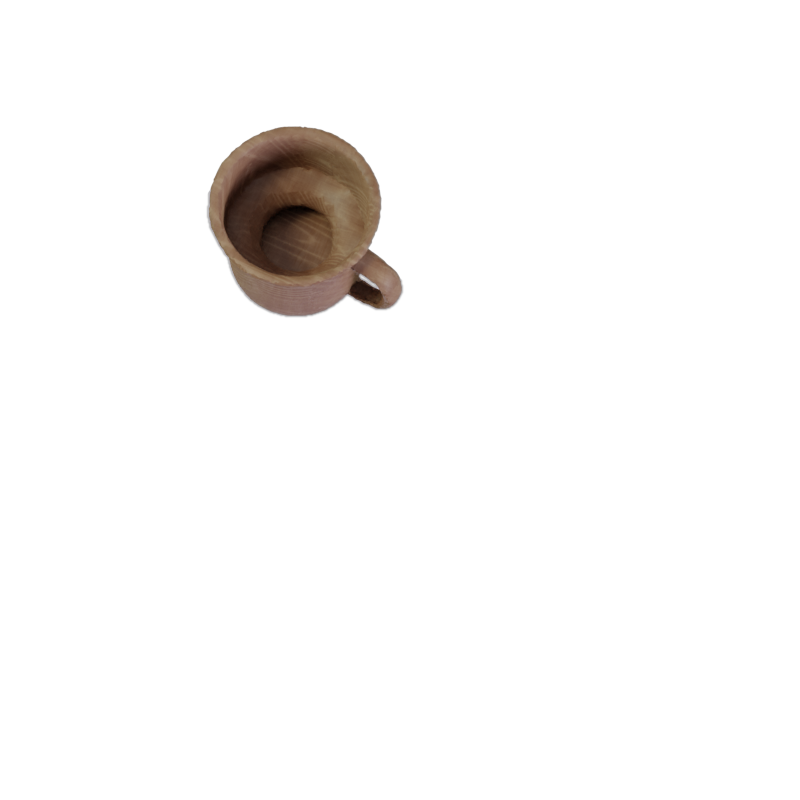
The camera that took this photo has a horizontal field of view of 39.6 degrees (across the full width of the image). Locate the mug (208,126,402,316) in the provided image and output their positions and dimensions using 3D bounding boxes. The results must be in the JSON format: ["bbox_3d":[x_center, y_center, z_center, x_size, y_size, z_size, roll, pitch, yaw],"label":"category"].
[{"bbox_3d":[-0.049,-0.090,0.628,0.120,0.095,0.078,32,-16,9],"label":"mug"}]
